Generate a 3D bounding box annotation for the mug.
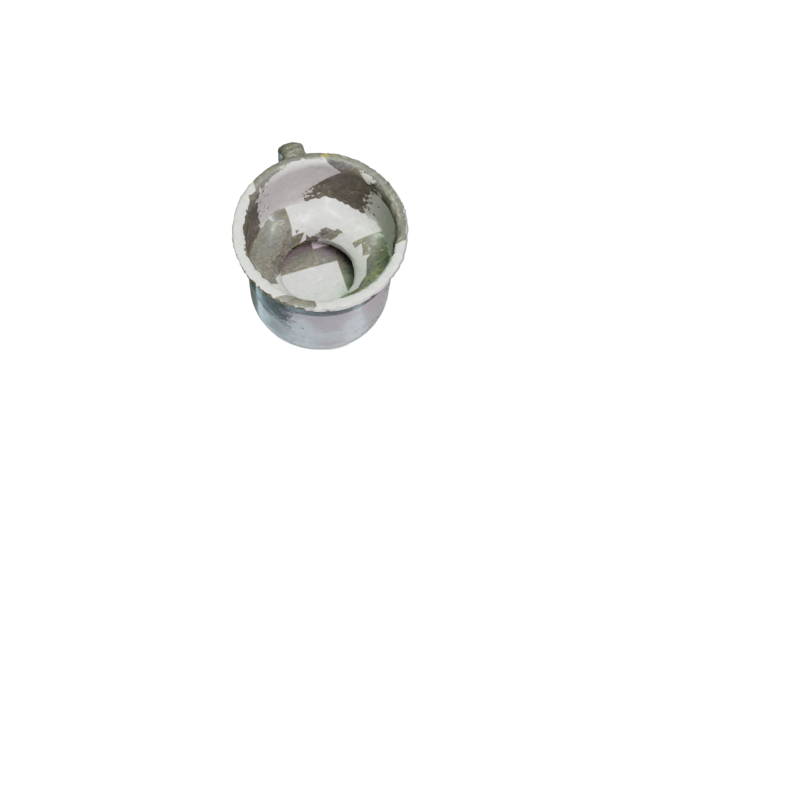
[{"bbox_3d":[-0.049,-0.089,0.623,0.093,0.124,0.077,-17,-21,-8],"label":"mug"}]
